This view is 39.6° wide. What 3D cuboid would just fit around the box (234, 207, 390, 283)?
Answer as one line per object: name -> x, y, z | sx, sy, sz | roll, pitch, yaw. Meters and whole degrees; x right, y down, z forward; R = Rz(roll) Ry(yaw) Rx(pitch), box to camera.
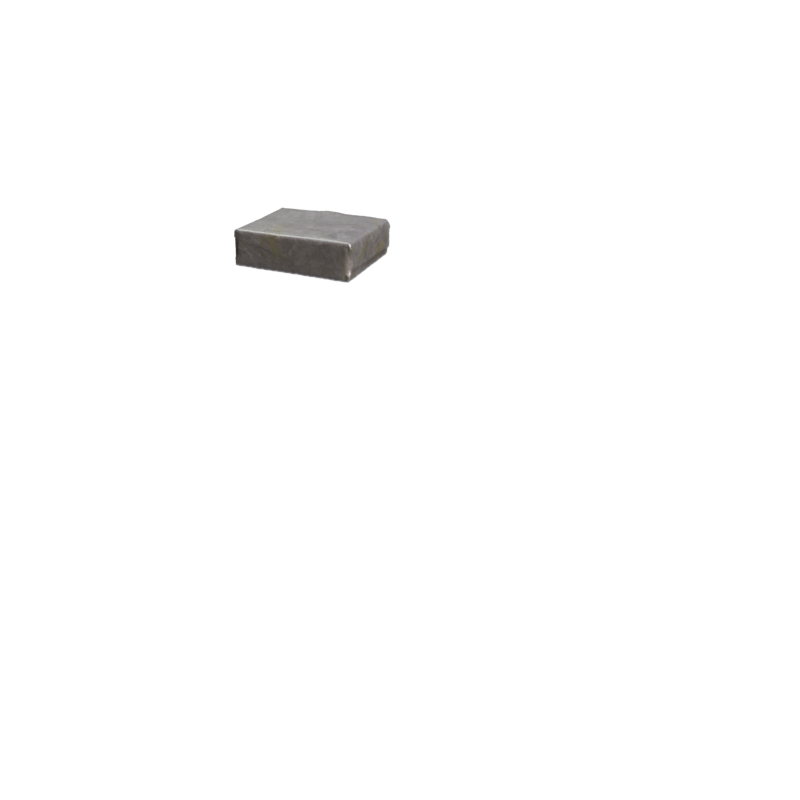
box -> -0.061, -0.112, 0.782 | 0.092, 0.029, 0.074 | 9, 24, 22
